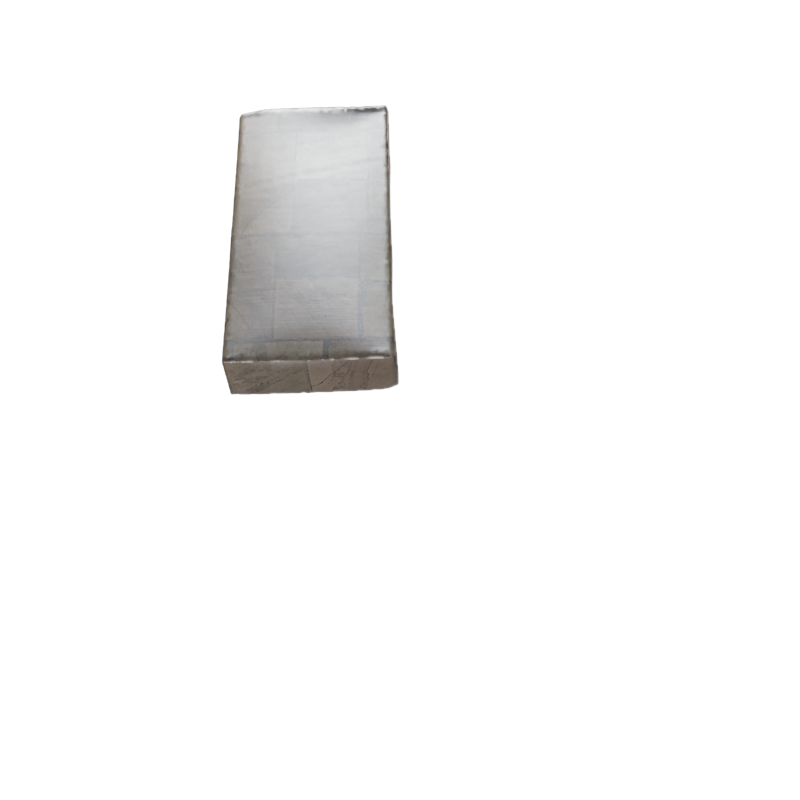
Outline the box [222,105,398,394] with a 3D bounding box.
[{"bbox_3d":[-0.050,-0.091,0.637,0.094,0.188,0.045,-3,-31,2],"label":"box"}]
